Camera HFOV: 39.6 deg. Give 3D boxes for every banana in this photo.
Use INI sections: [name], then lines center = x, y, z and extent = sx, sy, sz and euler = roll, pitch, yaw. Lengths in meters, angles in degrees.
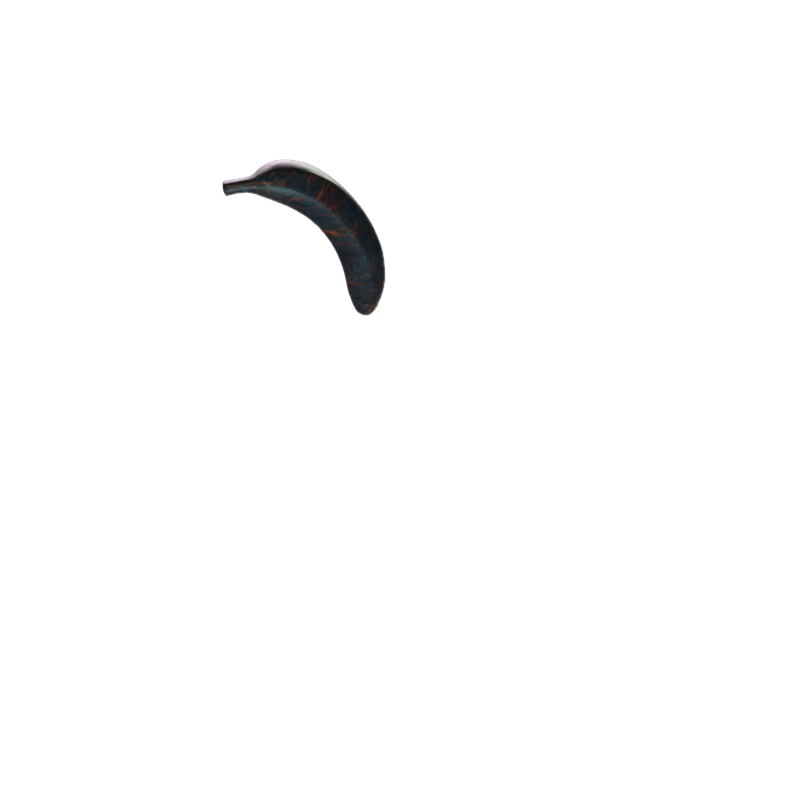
[banana]
center = -0.059, -0.140, 0.908
extent = 0.070, 0.039, 0.184
euler = -26, -47, 26
